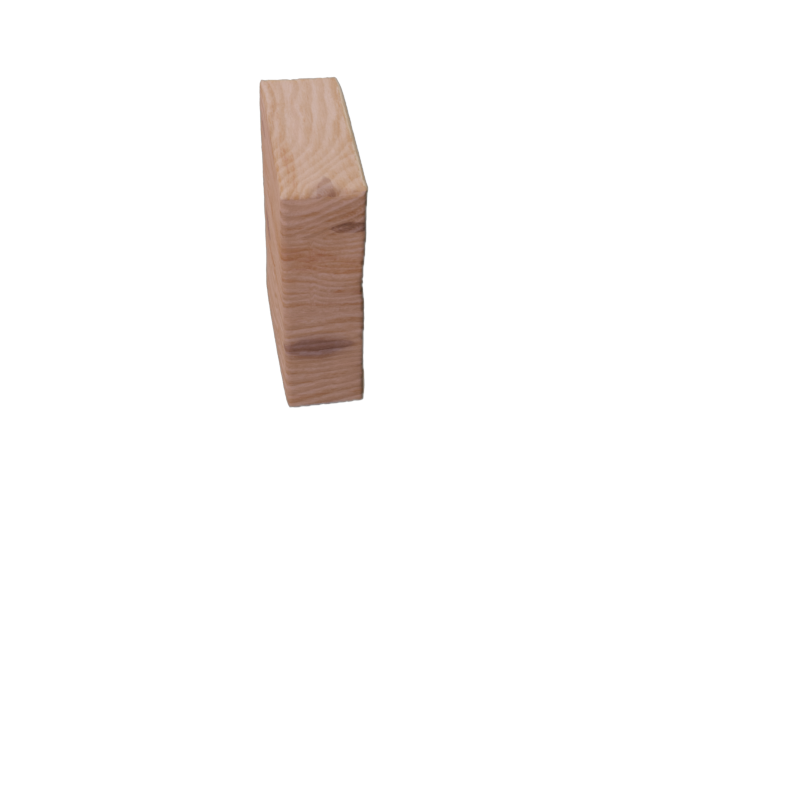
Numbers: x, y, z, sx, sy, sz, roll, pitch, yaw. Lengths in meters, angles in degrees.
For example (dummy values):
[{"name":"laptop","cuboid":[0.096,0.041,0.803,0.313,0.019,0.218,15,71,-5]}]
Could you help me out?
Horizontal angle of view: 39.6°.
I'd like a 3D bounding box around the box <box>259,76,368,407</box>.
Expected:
[{"name":"box","cuboid":[-0.070,-0.127,0.892,0.071,0.199,0.177,-5,43,-9]}]
